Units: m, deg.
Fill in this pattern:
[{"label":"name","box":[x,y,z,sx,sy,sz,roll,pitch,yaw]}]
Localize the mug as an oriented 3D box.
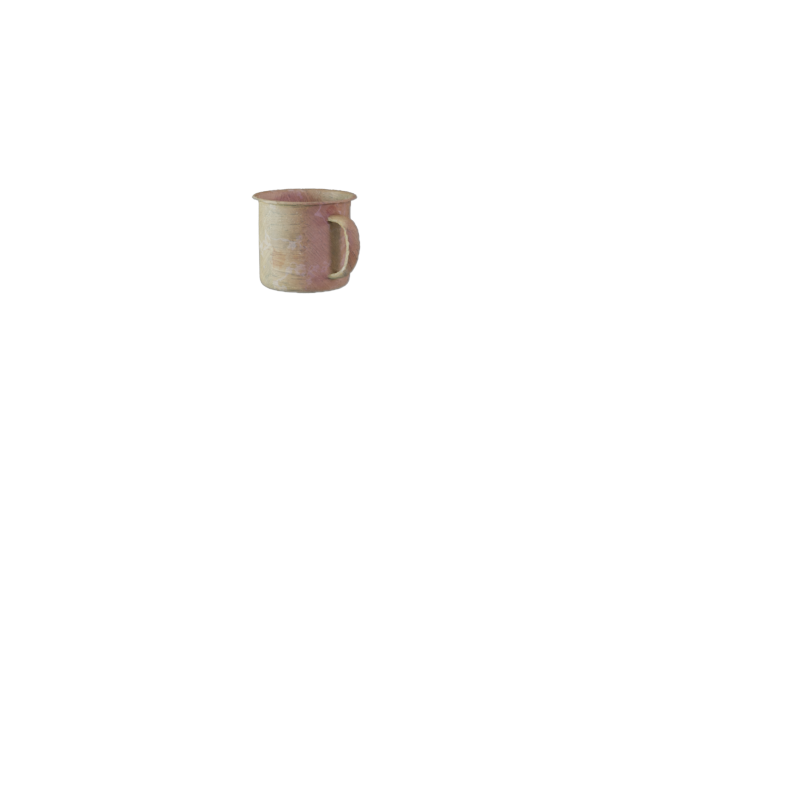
[{"label":"mug","box":[-0.077,-0.140,0.979,0.091,0.079,0.124,-13,20,-41]}]
